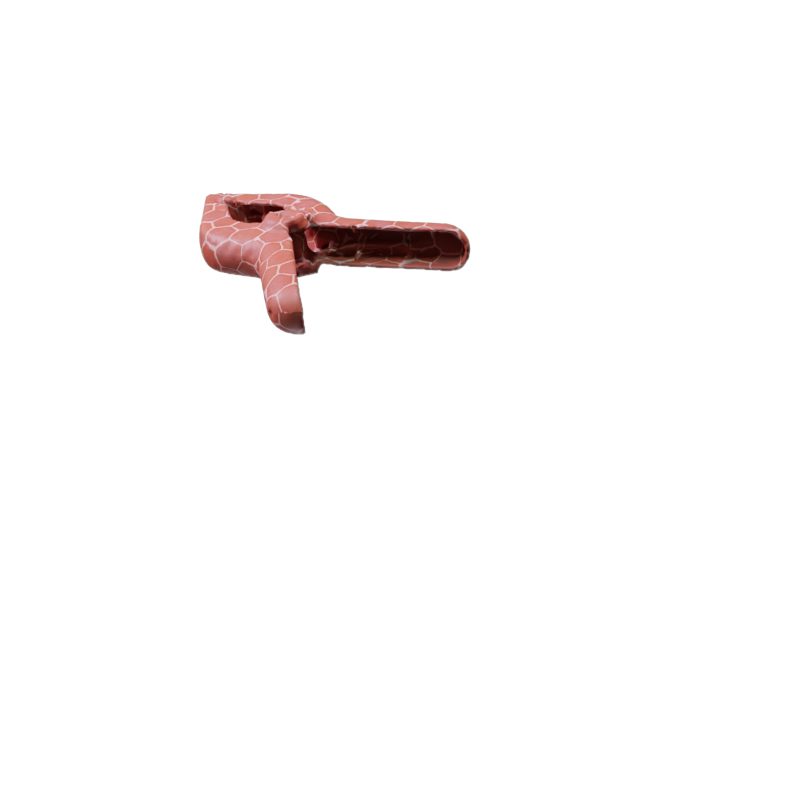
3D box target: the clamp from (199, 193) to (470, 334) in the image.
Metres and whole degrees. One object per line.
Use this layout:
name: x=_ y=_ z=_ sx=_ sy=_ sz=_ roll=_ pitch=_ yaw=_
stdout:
clamp: x=-0.048 y=-0.087 z=0.610 sx=0.118 sy=0.037 sz=0.184 roll=-14 pitch=30 yaw=-26
